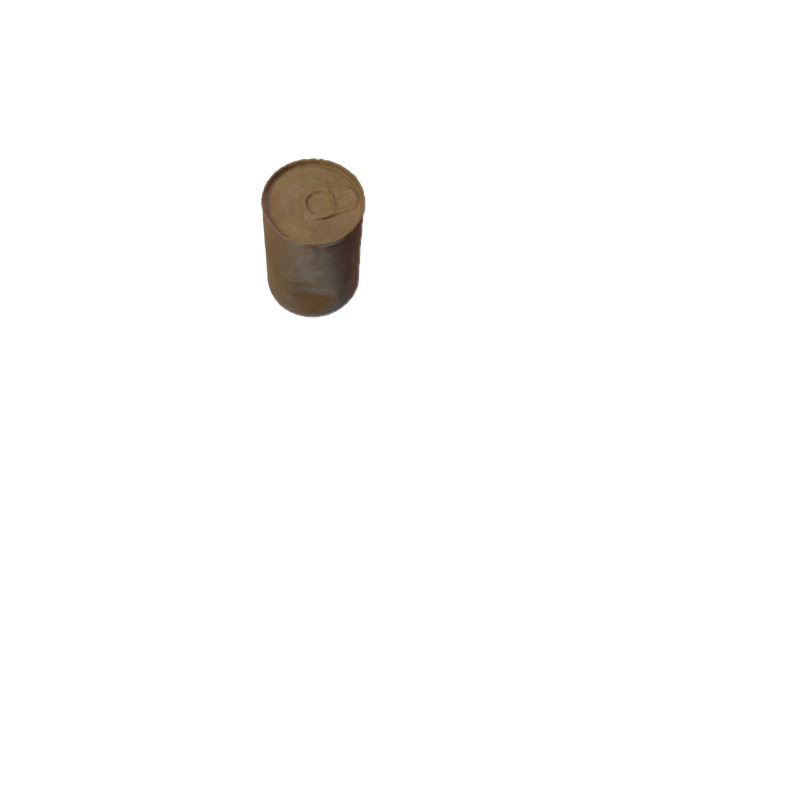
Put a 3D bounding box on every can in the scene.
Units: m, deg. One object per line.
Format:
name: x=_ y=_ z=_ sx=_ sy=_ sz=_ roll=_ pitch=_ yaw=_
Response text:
can: x=-0.060 y=-0.109 z=0.761 sx=0.068 sy=0.073 sz=0.096 roll=0 pitch=-27 yaw=-3
